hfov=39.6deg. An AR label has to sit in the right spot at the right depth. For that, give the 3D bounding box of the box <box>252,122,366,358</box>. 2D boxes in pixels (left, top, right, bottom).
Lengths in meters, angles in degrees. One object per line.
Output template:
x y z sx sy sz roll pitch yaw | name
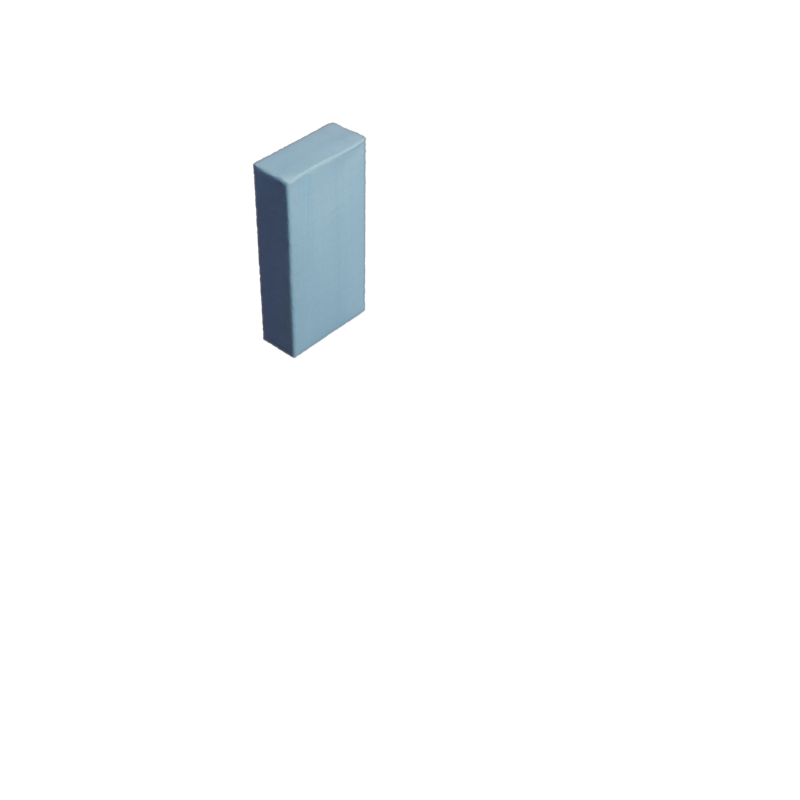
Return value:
-0.071 -0.130 0.914 0.051 0.164 0.094 30 47 29 | box
